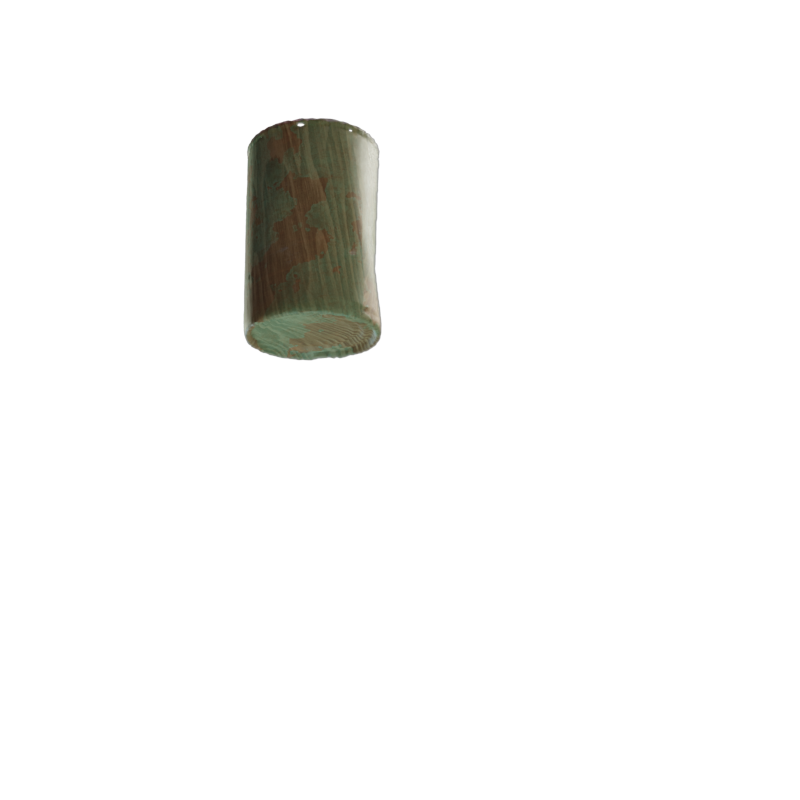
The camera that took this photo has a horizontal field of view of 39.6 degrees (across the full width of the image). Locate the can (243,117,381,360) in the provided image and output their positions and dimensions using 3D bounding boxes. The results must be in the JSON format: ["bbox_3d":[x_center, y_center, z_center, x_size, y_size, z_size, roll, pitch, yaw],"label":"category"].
[{"bbox_3d":[-0.043,-0.078,0.548,0.068,0.108,0.065,0,-23,-2],"label":"can"}]
